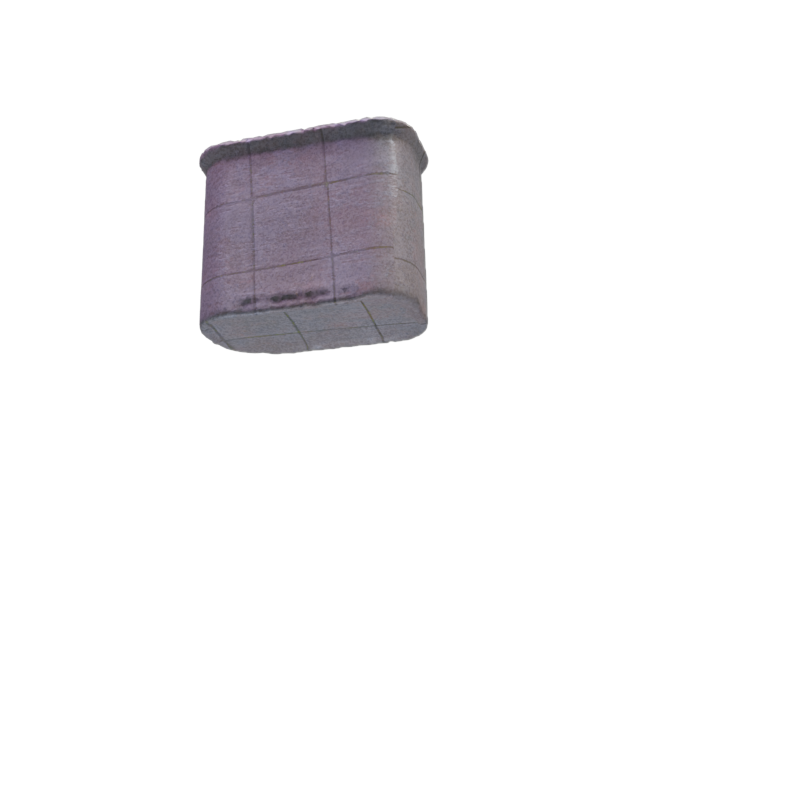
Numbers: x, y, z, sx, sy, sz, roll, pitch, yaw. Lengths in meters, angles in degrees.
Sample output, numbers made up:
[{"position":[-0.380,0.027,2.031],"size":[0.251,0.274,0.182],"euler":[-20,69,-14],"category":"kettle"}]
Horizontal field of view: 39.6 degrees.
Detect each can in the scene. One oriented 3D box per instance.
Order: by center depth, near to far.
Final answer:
[{"position":[-0.038,-0.070,0.489],"size":[0.103,0.088,0.054],"euler":[-7,-24,15],"category":"can"}]
